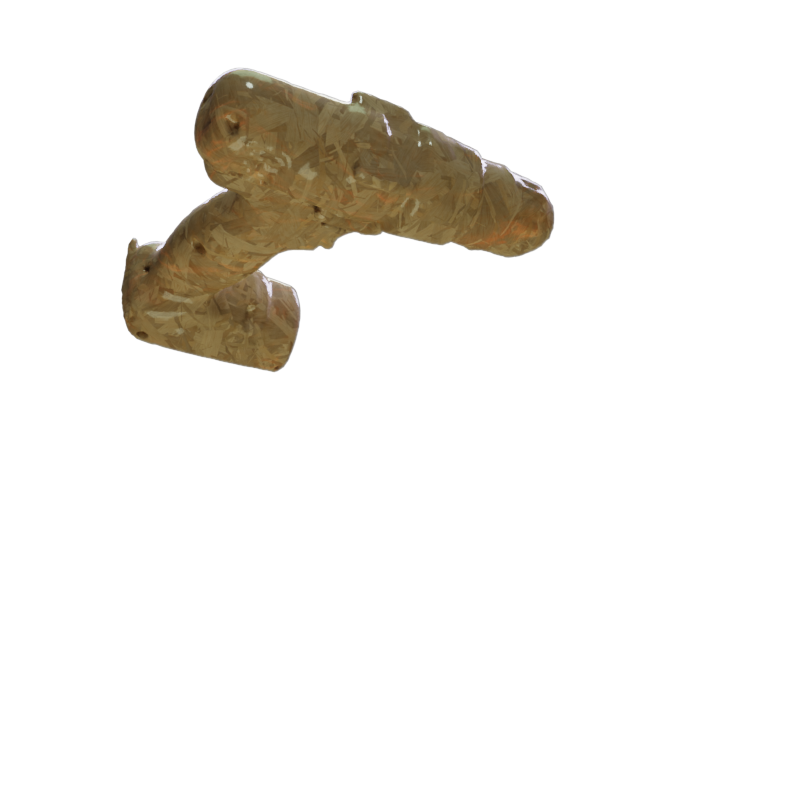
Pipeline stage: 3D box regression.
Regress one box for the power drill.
[{"bbox_3d":[-0.043,-0.079,0.554,0.176,0.061,0.184,17,-34,-28],"label":"power drill"}]
